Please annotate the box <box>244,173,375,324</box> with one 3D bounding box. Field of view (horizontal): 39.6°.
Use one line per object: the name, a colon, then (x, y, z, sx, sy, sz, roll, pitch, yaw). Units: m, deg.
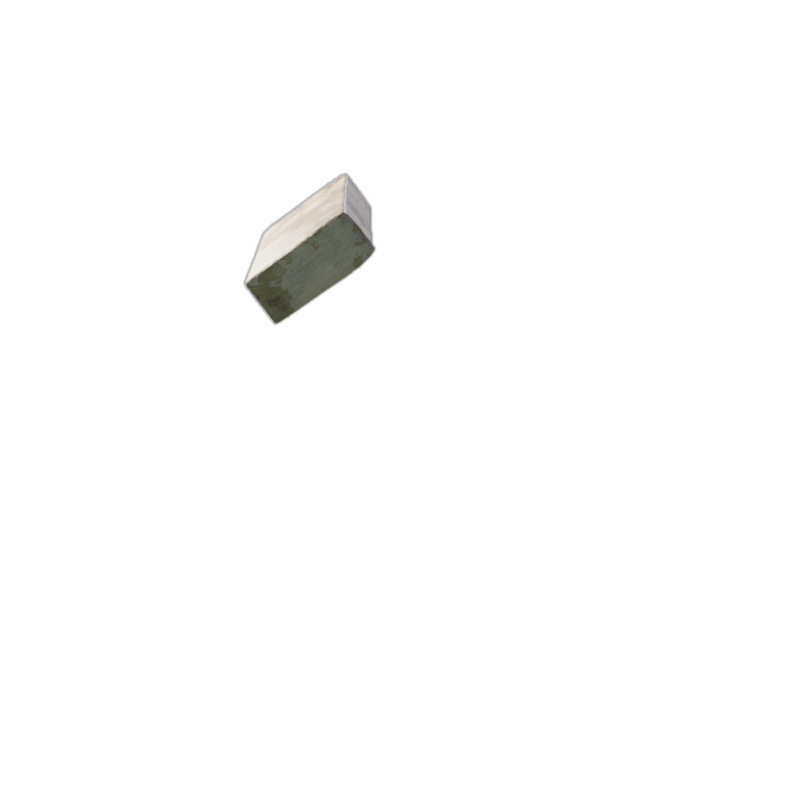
box: (-0.069, -0.126, 0.879, 0.093, 0.046, 0.184, -34, 19, 9)
